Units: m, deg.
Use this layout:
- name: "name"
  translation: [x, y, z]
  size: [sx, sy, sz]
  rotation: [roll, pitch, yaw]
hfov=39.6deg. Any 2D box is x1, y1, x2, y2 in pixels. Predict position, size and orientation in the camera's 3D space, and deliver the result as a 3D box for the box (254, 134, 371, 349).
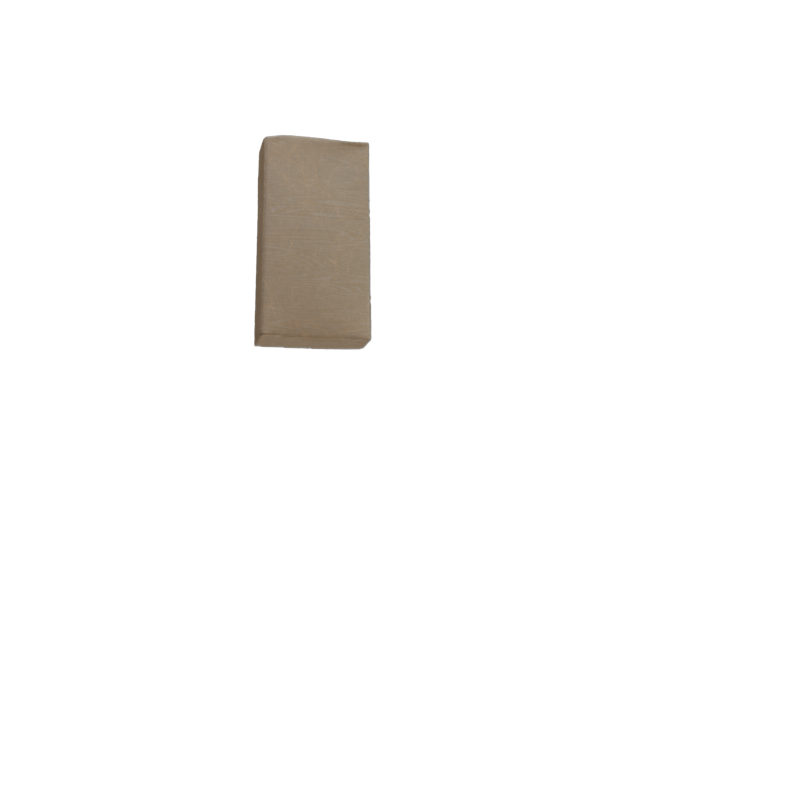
- name: "box"
  translation: [-0.072, -0.132, 0.923]
  size: [0.092, 0.183, 0.047]
  rotation: [2, -17, -11]
